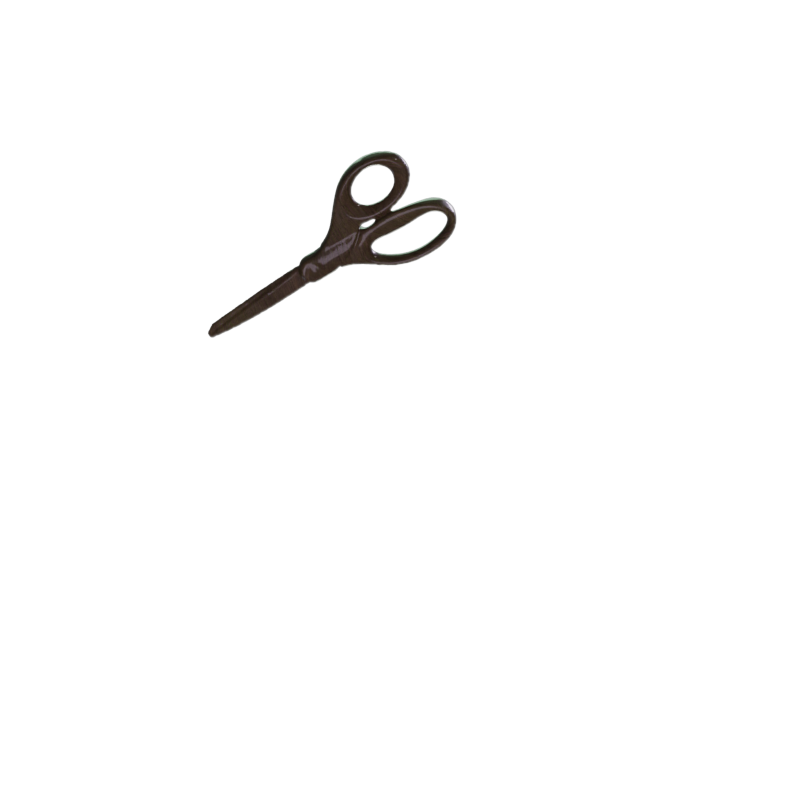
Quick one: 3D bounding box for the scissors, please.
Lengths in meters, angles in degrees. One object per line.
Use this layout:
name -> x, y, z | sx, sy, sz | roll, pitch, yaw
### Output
scissors -> -0.061, -0.112, 0.785 | 0.203, 0.090, 0.017 | -17, 29, 10
